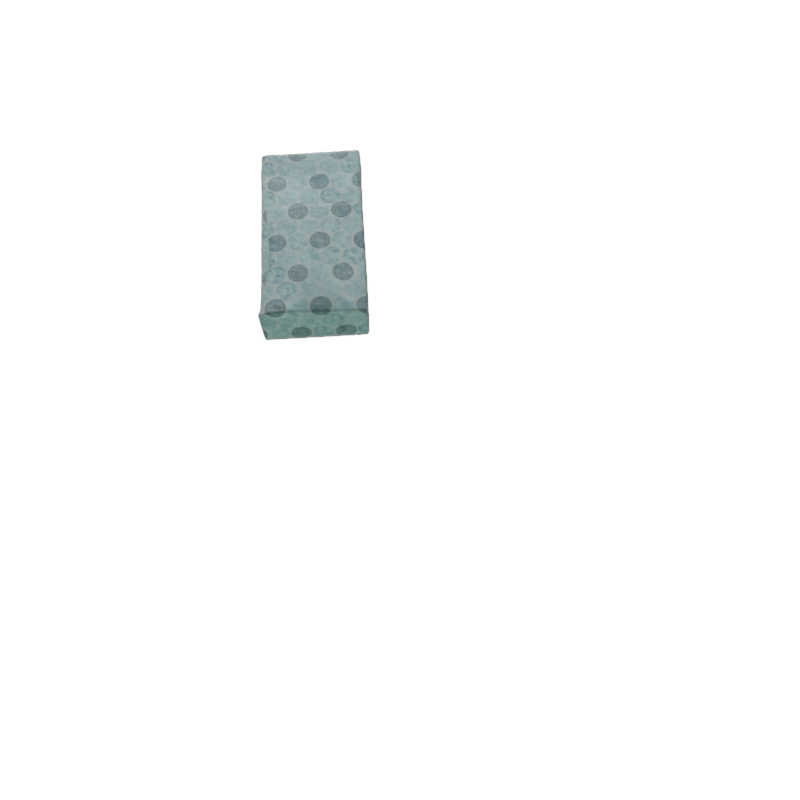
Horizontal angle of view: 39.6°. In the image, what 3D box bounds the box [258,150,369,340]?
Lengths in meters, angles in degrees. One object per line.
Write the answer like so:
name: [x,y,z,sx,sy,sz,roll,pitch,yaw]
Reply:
box: [-0.077,-0.141,0.986,0.094,0.189,0.045,-4,-35,2]
